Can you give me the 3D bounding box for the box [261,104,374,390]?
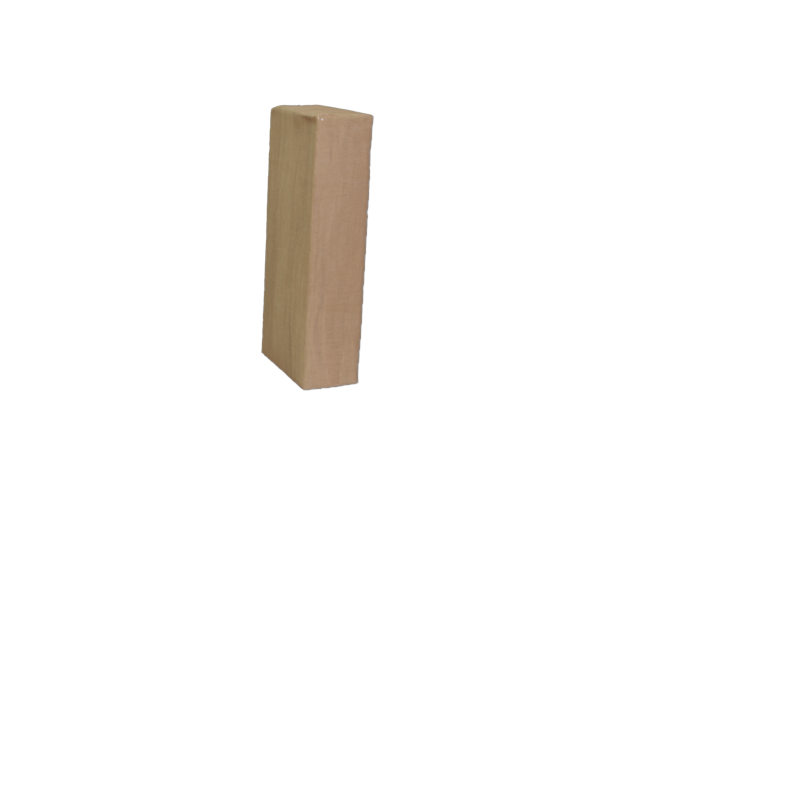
[{"bbox_3d":[-0.058,-0.105,0.732,0.047,0.172,0.098,-4,13,-23],"label":"box"}]
